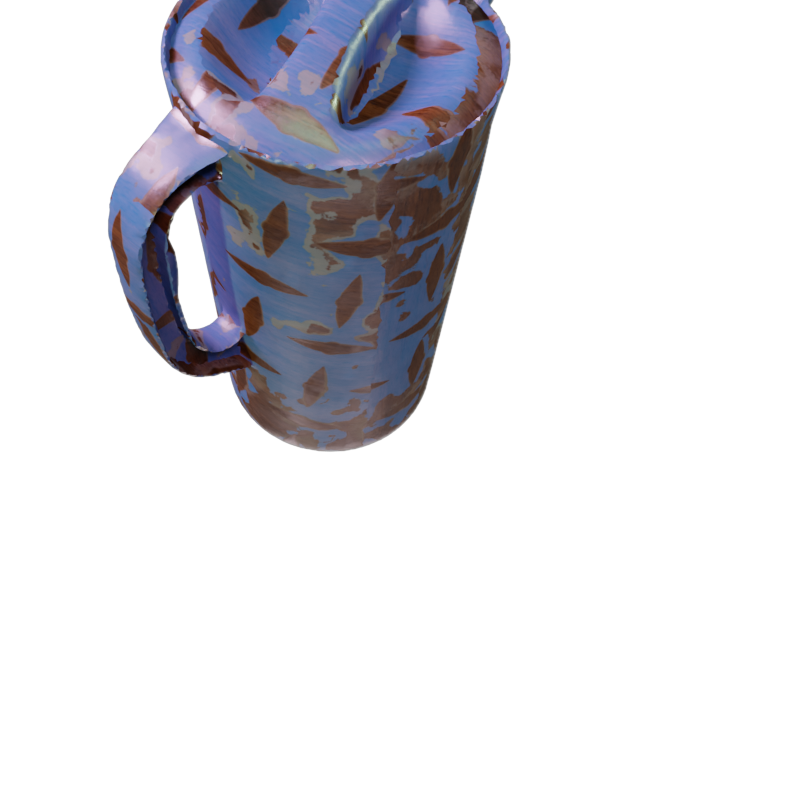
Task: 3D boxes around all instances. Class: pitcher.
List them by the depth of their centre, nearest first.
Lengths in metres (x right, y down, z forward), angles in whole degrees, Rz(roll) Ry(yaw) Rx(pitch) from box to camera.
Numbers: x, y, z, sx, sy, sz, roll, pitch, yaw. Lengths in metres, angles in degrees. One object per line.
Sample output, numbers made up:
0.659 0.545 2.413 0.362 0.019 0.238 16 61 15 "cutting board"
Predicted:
-0.040 -0.072 0.506 0.149 0.155 0.227 2 -35 -1 "pitcher"
